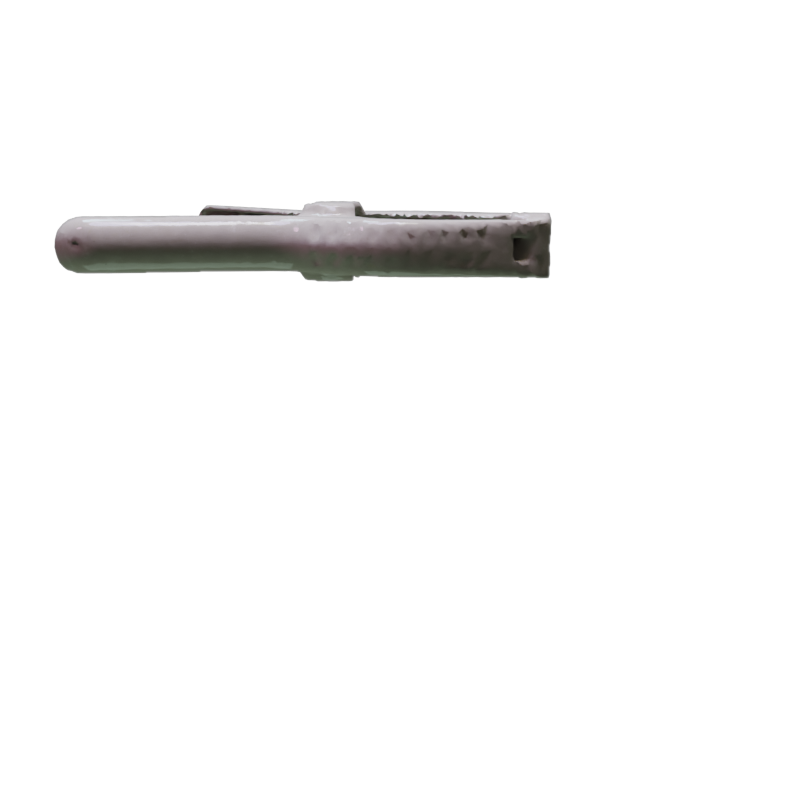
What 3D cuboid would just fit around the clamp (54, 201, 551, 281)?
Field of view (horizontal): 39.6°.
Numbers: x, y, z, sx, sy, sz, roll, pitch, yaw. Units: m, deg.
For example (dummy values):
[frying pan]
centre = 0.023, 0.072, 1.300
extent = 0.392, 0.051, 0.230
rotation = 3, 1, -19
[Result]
[clamp]
centre = -0.040, -0.073, 0.511
extent = 0.217, 0.036, 0.163
rotation = 5, 14, 22
